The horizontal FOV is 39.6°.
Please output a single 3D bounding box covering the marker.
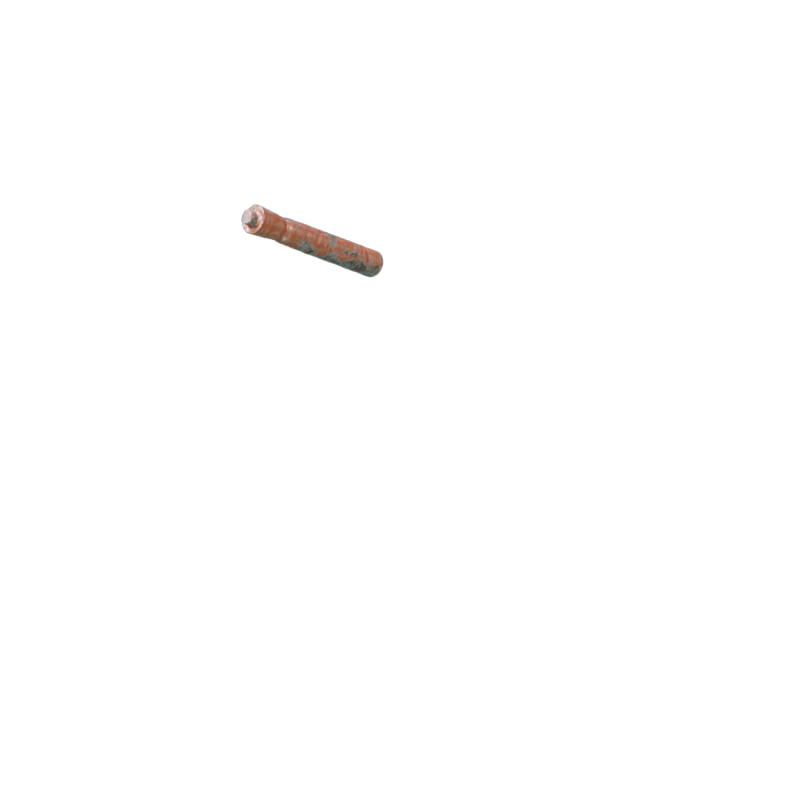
[{"bbox_3d":[-0.056,-0.102,0.712,0.021,0.020,0.114,4,-7,42],"label":"marker"}]
